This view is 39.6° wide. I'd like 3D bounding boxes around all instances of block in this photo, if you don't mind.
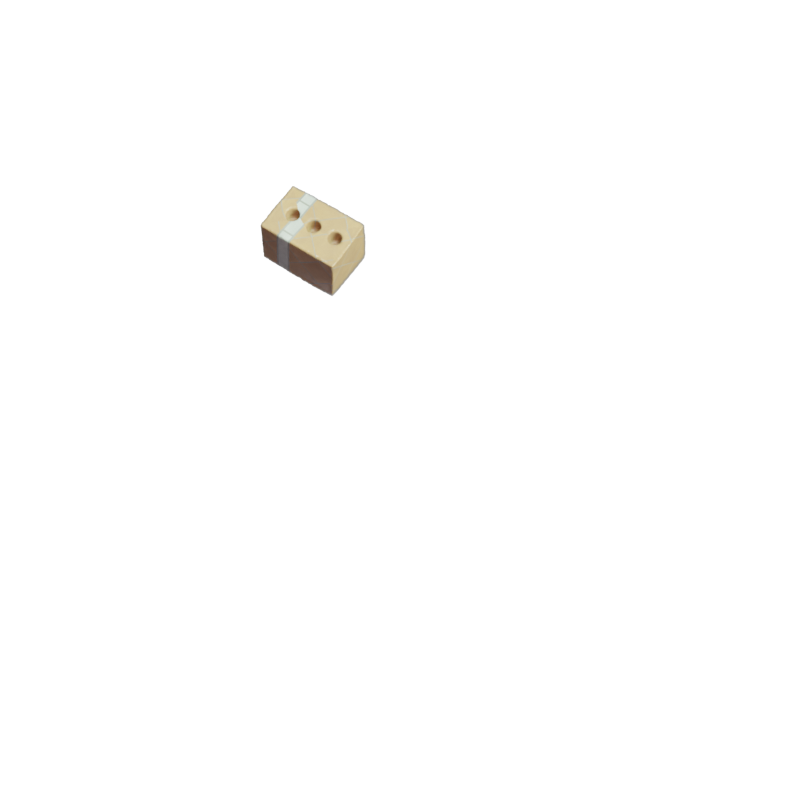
[{"bbox_3d":[-0.076,-0.139,0.974,0.081,0.054,0.048,30,-26,15],"label":"block"}]
